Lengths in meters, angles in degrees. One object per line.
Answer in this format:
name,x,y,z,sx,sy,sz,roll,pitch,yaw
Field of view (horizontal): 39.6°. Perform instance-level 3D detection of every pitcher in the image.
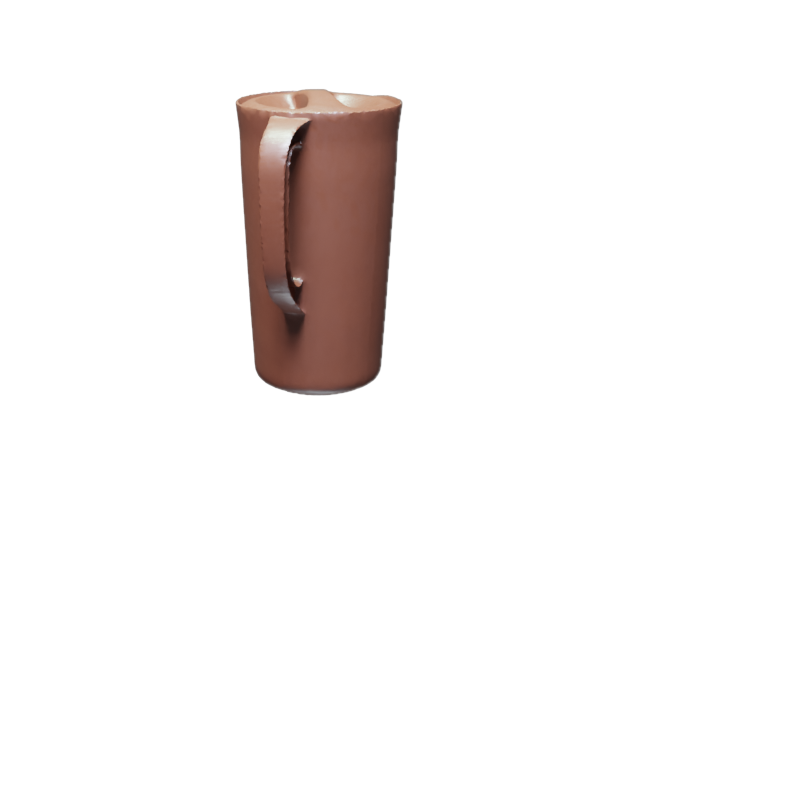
pitcher,-0.071,-0.129,0.906,0.146,0.234,0.154,-8,19,-28
